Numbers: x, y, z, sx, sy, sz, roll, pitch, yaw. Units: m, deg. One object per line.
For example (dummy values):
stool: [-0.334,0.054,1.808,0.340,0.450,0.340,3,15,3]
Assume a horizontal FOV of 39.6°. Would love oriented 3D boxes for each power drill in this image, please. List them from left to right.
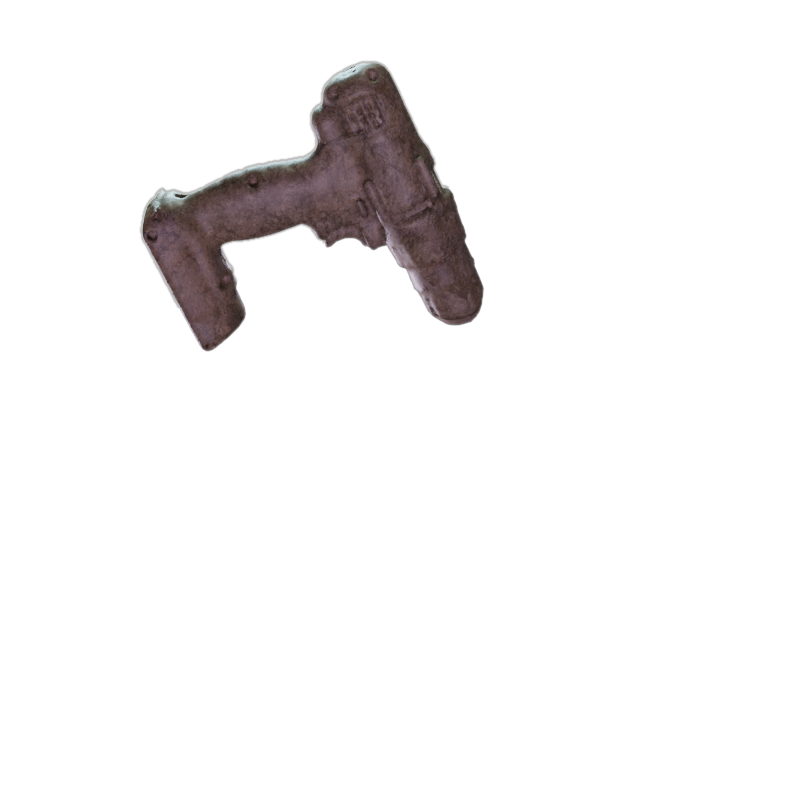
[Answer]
power drill: [-0.056,-0.102,0.714,0.188,0.176,0.060,-23,18,8]
